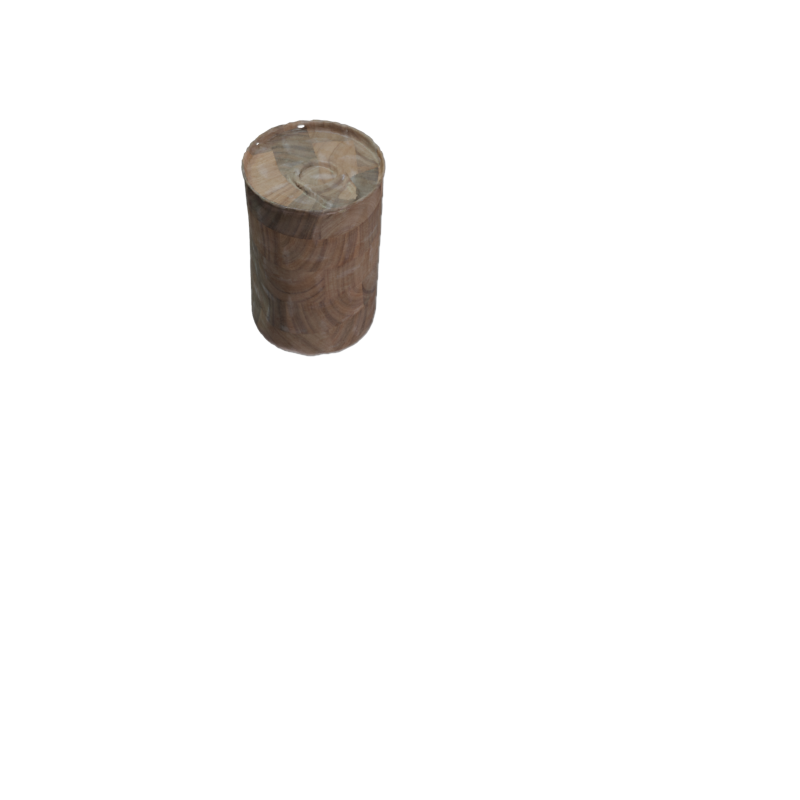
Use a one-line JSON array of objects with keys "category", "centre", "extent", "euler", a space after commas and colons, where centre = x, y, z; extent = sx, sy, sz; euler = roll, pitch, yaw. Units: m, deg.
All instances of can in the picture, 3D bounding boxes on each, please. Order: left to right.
[{"category": "can", "centre": [-0.043, -0.079, 0.555], "extent": [0.068, 0.074, 0.095], "euler": [0, -43, -3]}]
